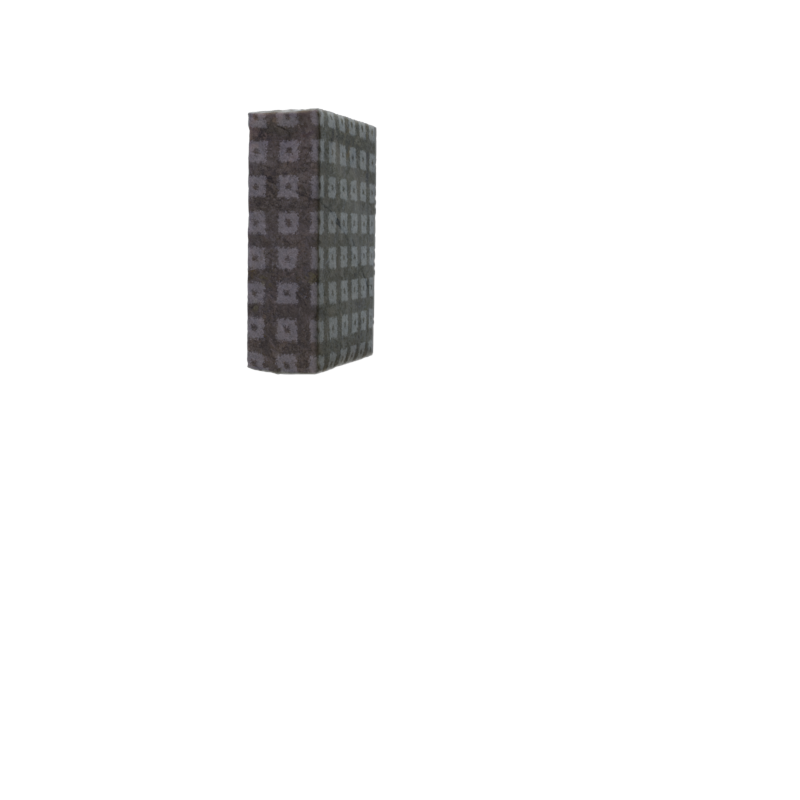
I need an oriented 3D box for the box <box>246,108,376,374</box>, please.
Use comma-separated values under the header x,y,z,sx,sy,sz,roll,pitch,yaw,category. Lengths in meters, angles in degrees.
x,y,z,sx,sy,sz,roll,pitch,yaw,category
-0.075,-0.137,0.960,0.073,0.213,0.161,0,3,16,box
